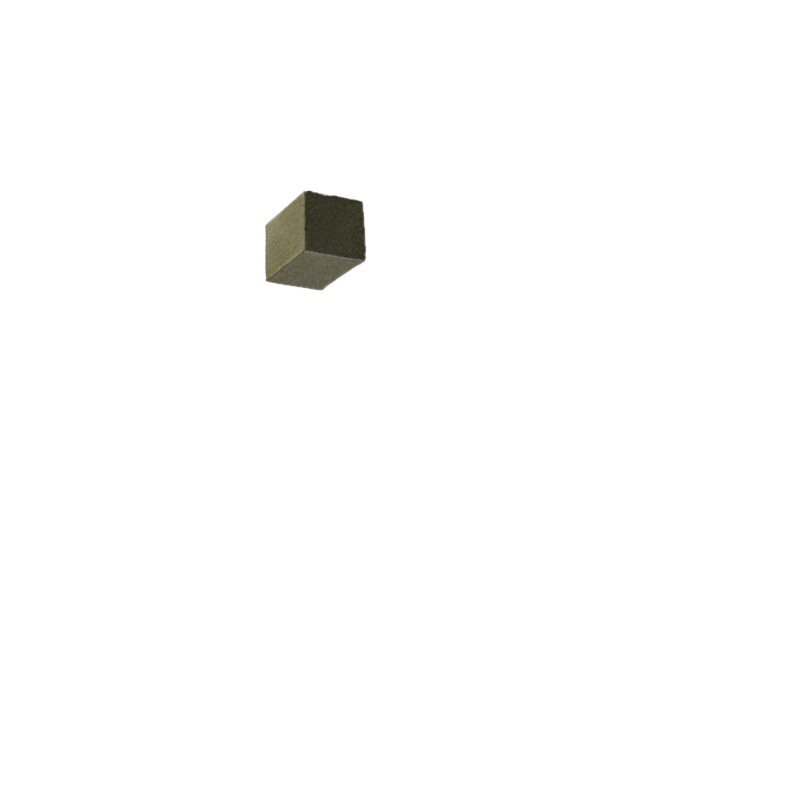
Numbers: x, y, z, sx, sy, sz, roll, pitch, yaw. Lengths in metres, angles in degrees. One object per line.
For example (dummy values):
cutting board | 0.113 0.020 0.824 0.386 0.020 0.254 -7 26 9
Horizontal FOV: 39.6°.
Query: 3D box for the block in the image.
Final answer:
block | -0.068 -0.124 0.867 0.051 0.054 0.078 9 -19 -28
